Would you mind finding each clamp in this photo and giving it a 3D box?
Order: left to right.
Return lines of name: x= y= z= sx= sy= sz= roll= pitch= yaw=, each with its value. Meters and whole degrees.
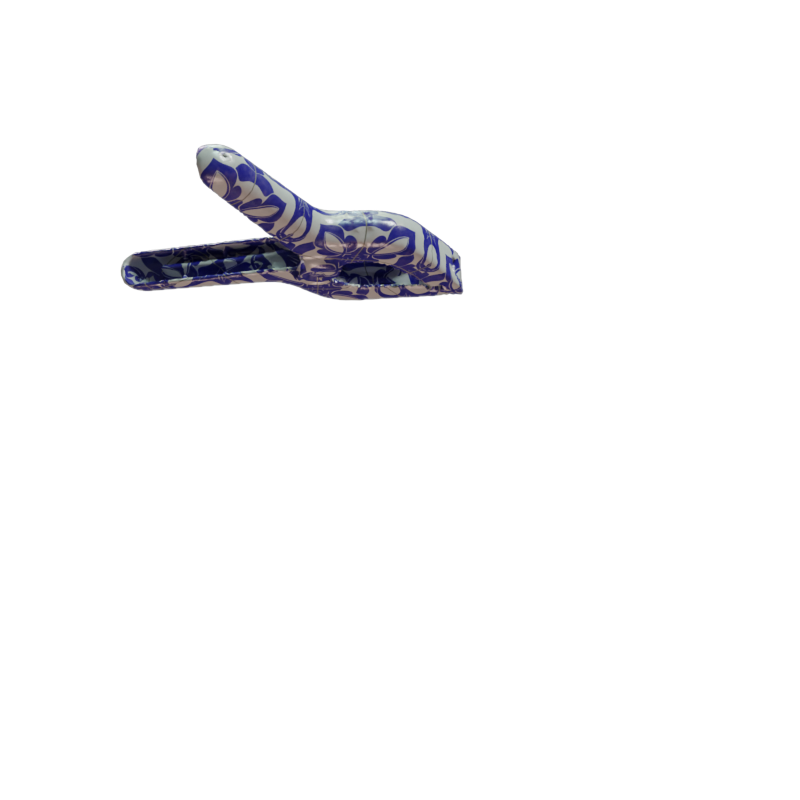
clamp: x=-0.052 y=-0.095 z=0.666 sx=0.205 sy=0.038 sz=0.161 roll=6 pitch=-19 yaw=-17
